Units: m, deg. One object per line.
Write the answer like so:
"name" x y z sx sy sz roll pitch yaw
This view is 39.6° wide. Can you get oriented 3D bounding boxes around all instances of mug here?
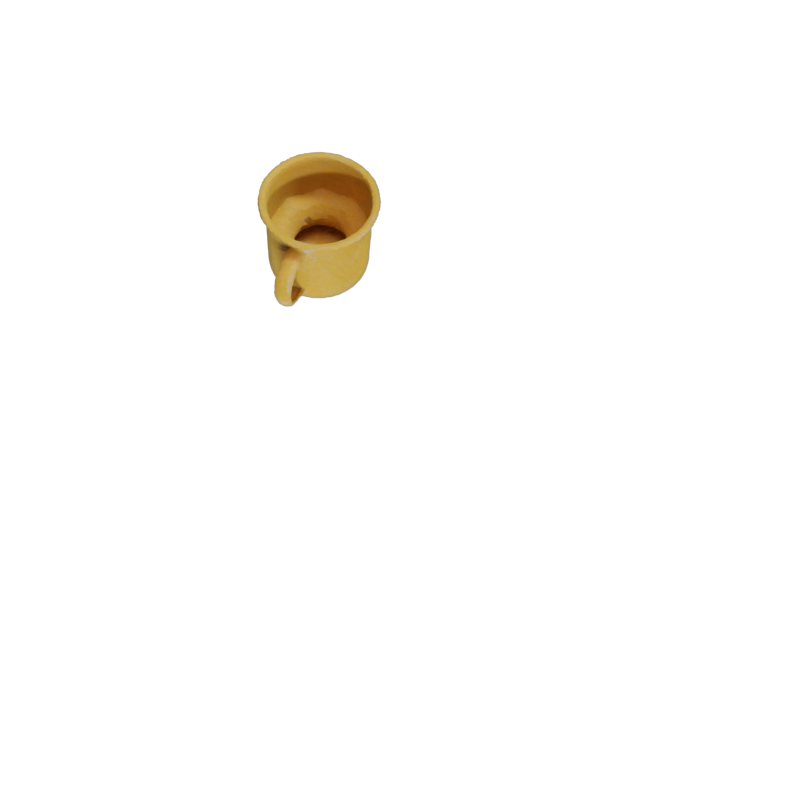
"mug" -0.067 -0.123 0.860 0.095 0.122 0.076 17 -31 9
